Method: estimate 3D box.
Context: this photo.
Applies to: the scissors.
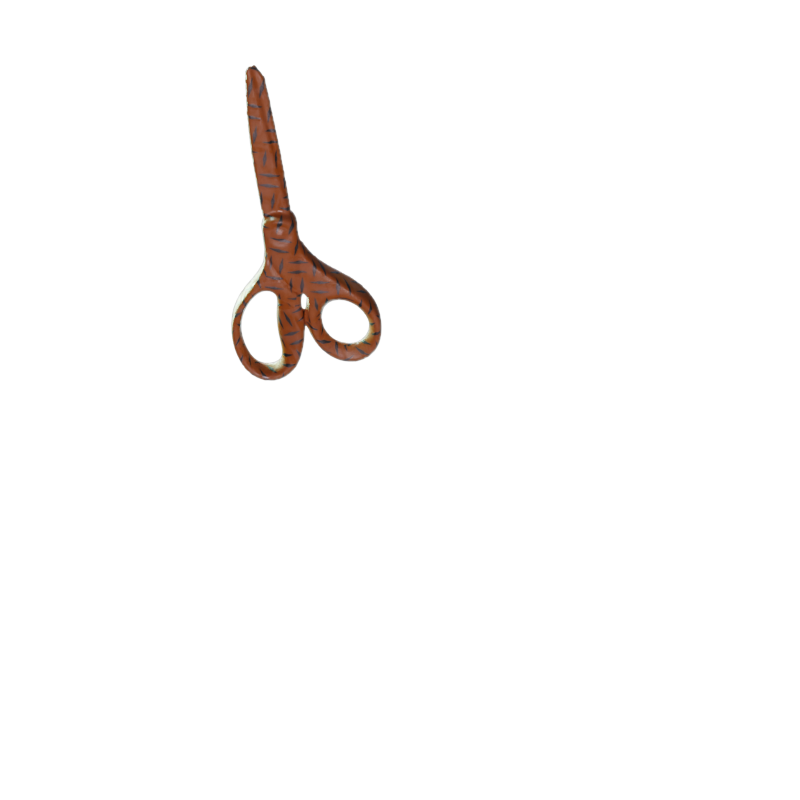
[{"bbox_3d":[-0.048,-0.087,0.609,0.095,0.190,0.017,8,38,-7],"label":"scissors"}]
